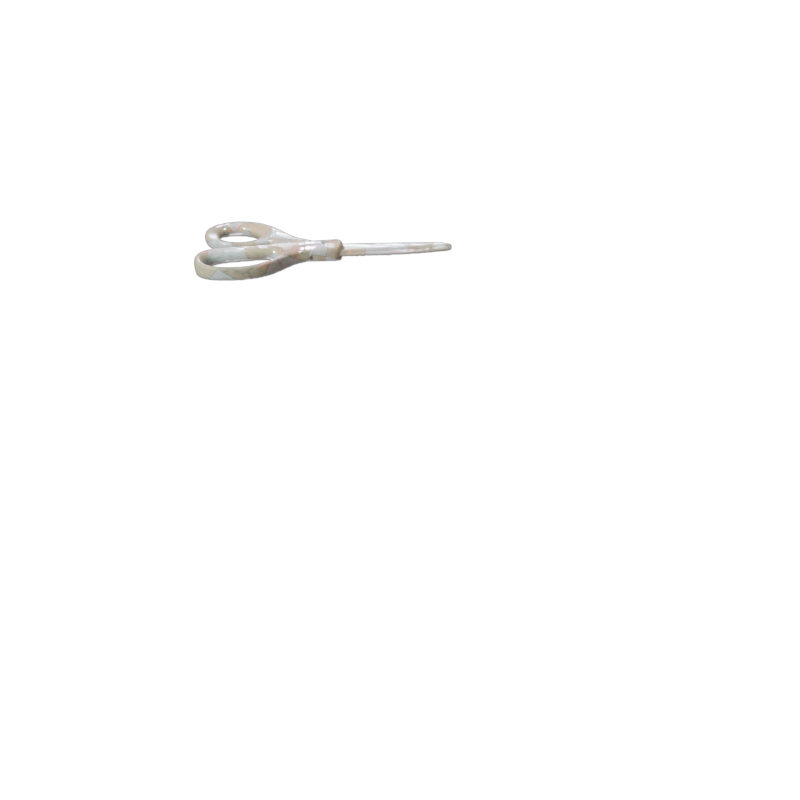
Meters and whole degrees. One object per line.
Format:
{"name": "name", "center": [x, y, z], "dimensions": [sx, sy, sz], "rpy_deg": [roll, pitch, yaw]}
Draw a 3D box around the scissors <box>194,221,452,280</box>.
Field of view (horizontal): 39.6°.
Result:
{"name": "scissors", "center": [-0.070, -0.127, 0.892], "dimensions": [0.198, 0.015, 0.104], "rpy_deg": [-11, 33, -17]}
